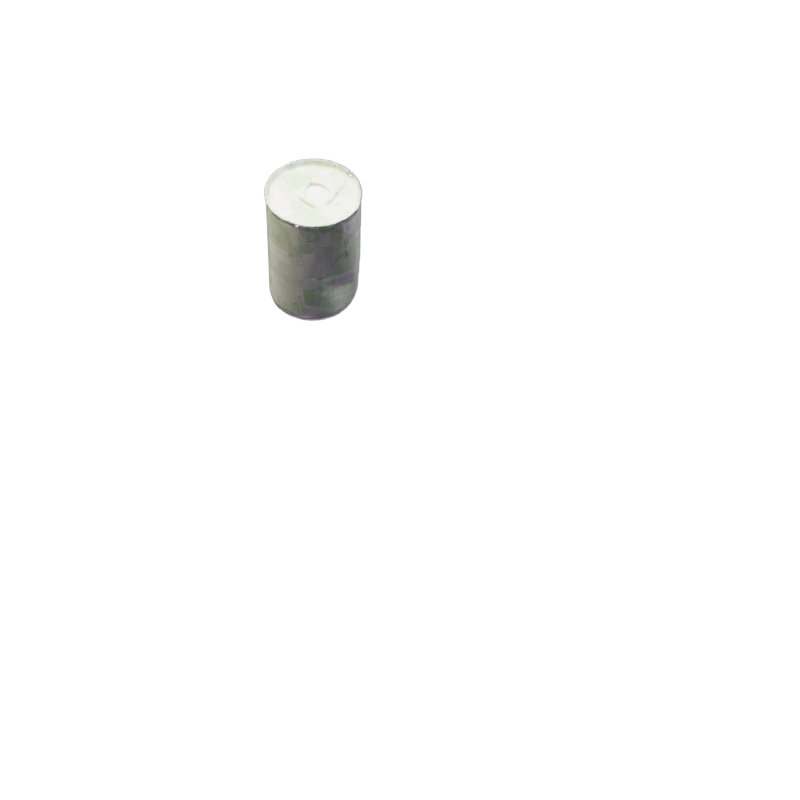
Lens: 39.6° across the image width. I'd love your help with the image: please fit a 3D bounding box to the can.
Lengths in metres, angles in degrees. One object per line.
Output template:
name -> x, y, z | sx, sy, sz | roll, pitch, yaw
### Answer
can -> -0.063, -0.114, 0.800 | 0.068, 0.074, 0.095 | 0, -39, -3
